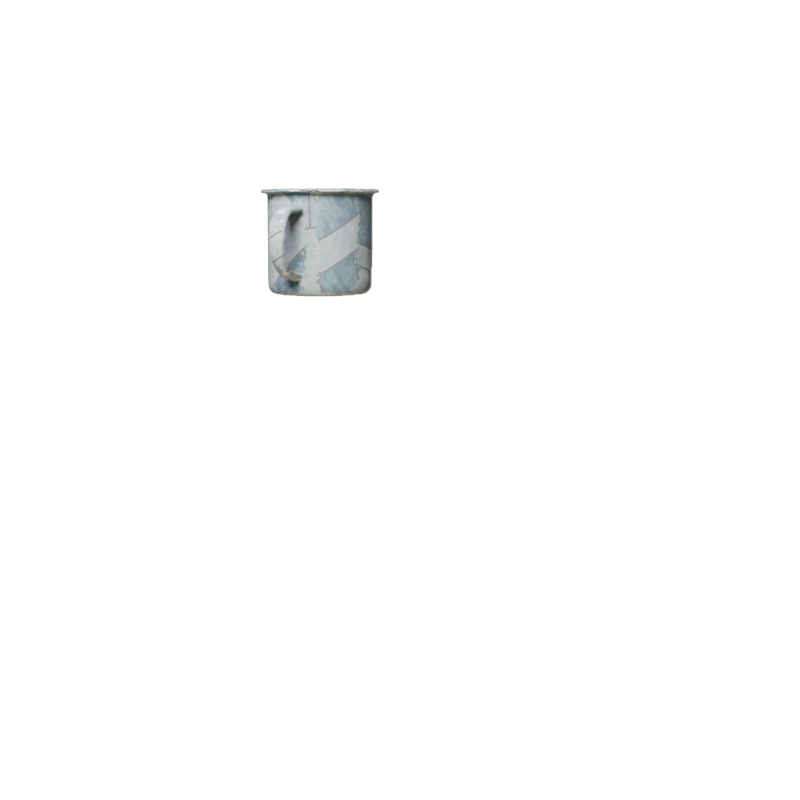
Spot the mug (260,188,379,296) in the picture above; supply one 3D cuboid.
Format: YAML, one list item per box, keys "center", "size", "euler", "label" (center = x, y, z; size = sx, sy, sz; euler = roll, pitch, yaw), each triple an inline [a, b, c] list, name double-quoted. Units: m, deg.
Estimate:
- center: [-0.067, -0.123, 0.860]
  size: [0.096, 0.081, 0.115]
  euler: [3, 7, 23]
  label: "mug"
